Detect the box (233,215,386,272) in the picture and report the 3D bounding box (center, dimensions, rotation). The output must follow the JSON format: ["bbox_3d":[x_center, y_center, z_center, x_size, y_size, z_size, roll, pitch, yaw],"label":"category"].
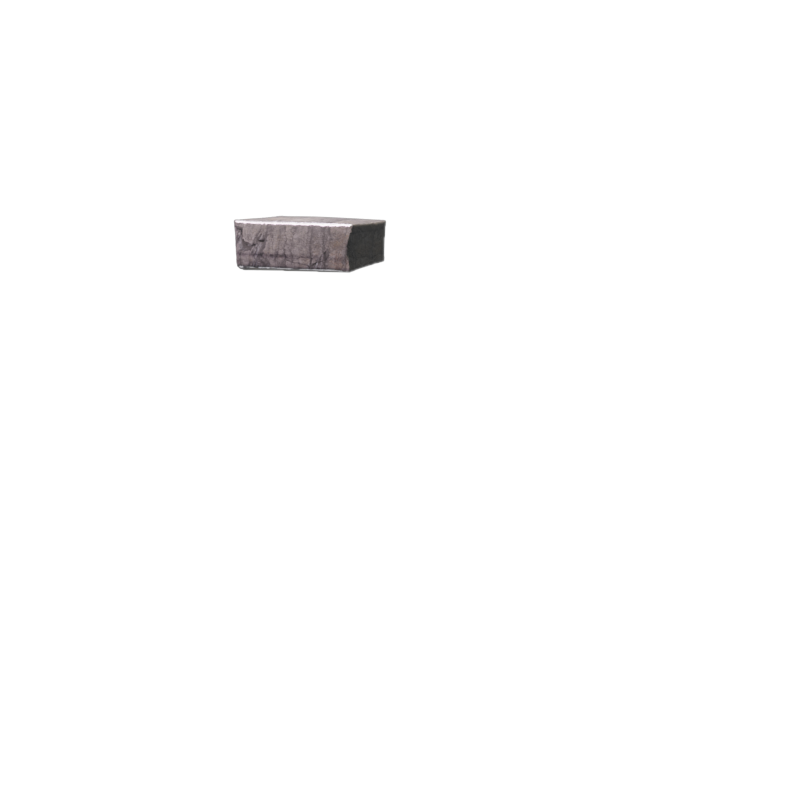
[{"bbox_3d":[-0.066,-0.120,0.840,0.092,0.038,0.114,3,12,13],"label":"box"}]
